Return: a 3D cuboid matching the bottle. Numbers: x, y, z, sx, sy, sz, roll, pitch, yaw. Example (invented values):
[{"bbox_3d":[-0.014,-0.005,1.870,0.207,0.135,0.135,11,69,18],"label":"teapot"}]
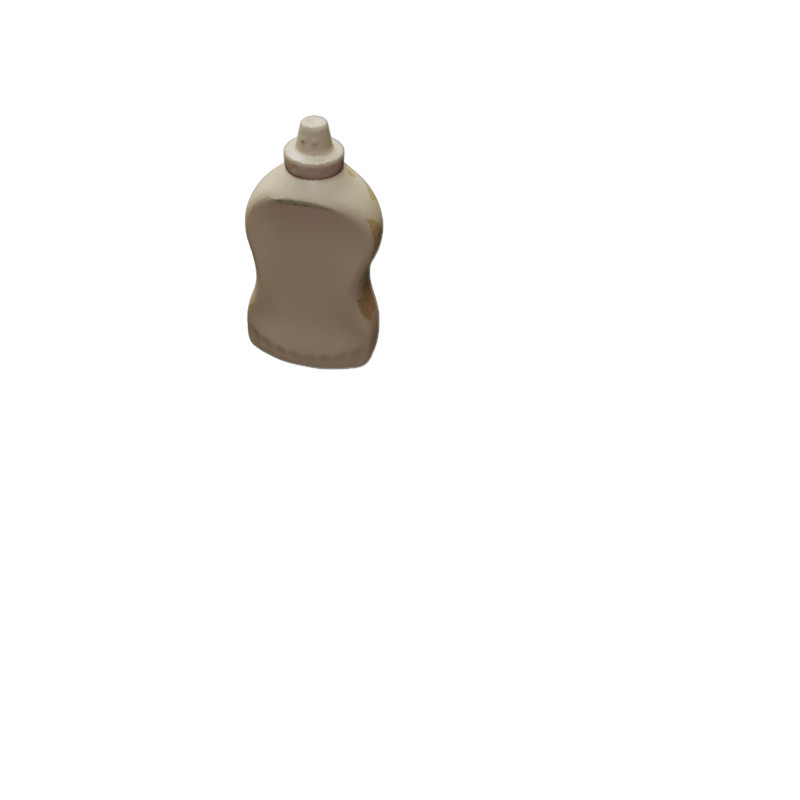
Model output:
[{"bbox_3d":[-0.061,-0.112,0.780,0.098,0.179,0.061,13,39,13],"label":"bottle"}]
